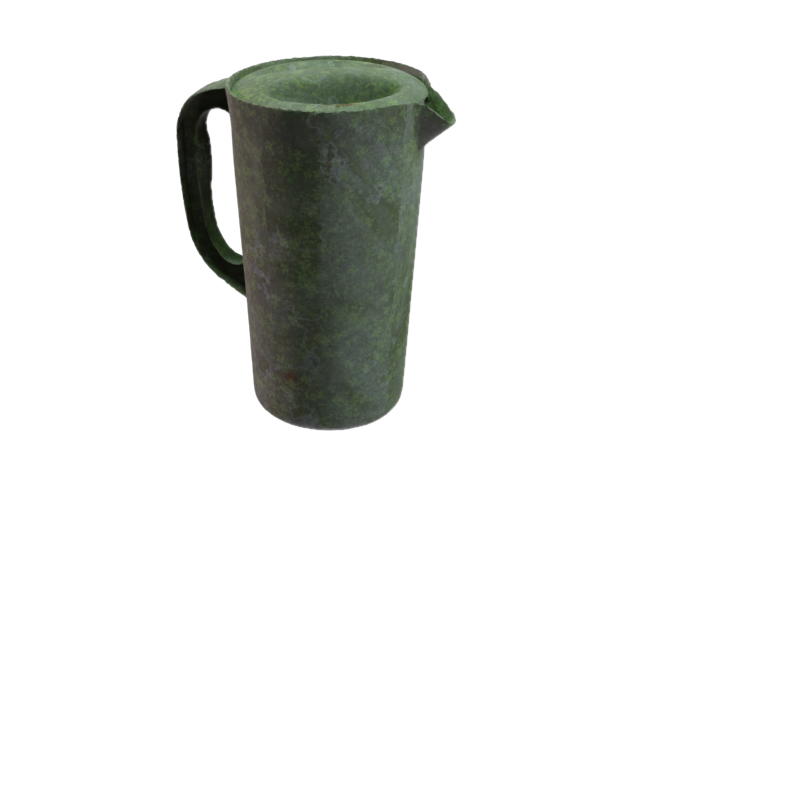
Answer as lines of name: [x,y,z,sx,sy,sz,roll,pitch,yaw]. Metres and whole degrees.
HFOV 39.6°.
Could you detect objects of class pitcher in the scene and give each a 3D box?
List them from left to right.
pitcher: [-0.060,-0.109,0.760,0.142,0.230,0.160,-13,30,-27]
